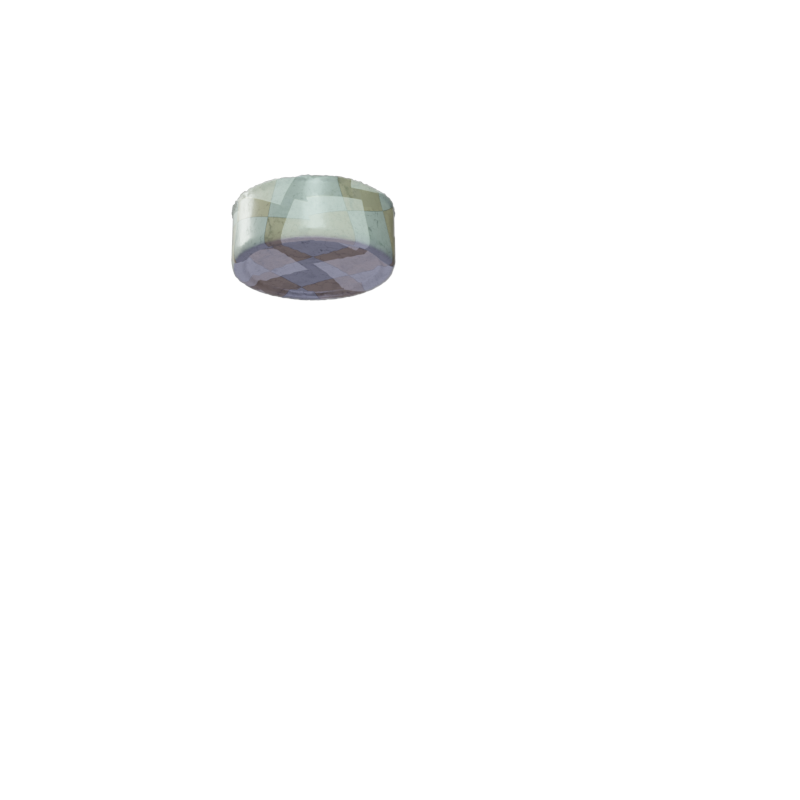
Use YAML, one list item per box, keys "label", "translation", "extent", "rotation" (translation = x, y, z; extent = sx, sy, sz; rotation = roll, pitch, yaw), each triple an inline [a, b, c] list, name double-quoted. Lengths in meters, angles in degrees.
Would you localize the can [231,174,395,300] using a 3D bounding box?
- label: "can"
  translation: [-0.045, -0.082, 0.575]
  extent: [0.086, 0.035, 0.082]
  rotation: [0, -19, -2]
